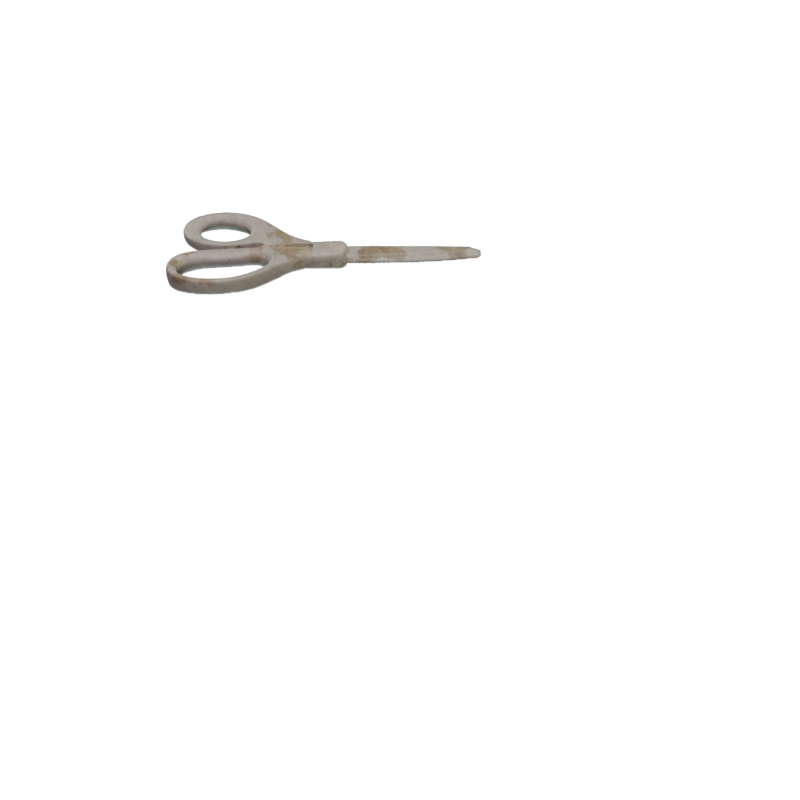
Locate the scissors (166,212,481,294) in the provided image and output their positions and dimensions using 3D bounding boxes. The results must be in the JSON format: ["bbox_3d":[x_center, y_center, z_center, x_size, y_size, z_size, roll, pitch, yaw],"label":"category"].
[{"bbox_3d":[-0.058,-0.105,0.738,0.199,0.015,0.104,-11,38,-14],"label":"scissors"}]
